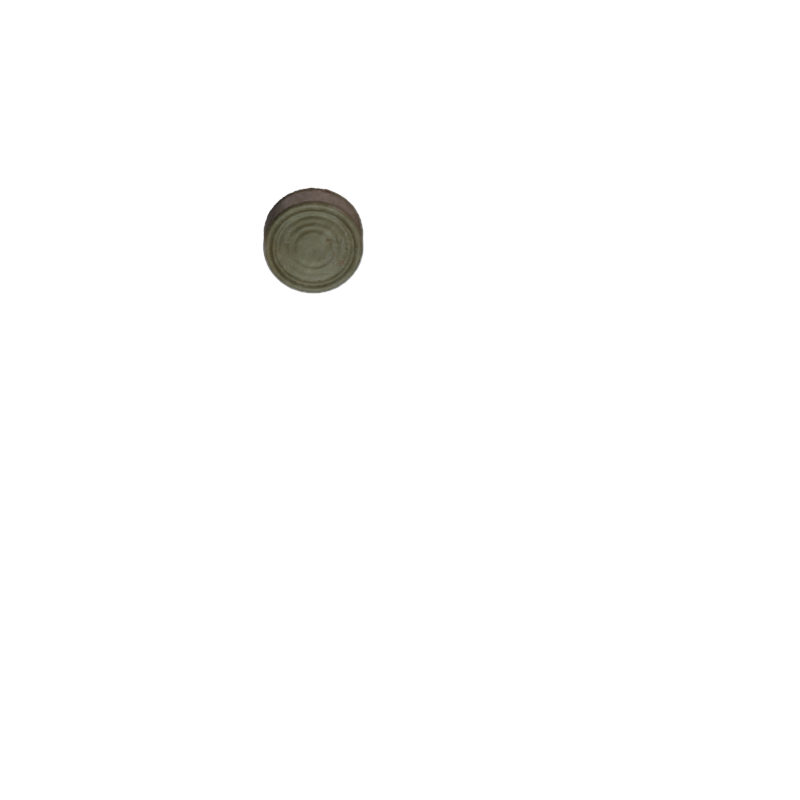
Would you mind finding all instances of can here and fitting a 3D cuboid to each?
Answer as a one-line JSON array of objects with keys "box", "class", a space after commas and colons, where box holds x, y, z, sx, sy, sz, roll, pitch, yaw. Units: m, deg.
[{"box": [-0.073, -0.134, 0.938, 0.086, 0.081, 0.035, 1, 27, -1], "class": "can"}]
